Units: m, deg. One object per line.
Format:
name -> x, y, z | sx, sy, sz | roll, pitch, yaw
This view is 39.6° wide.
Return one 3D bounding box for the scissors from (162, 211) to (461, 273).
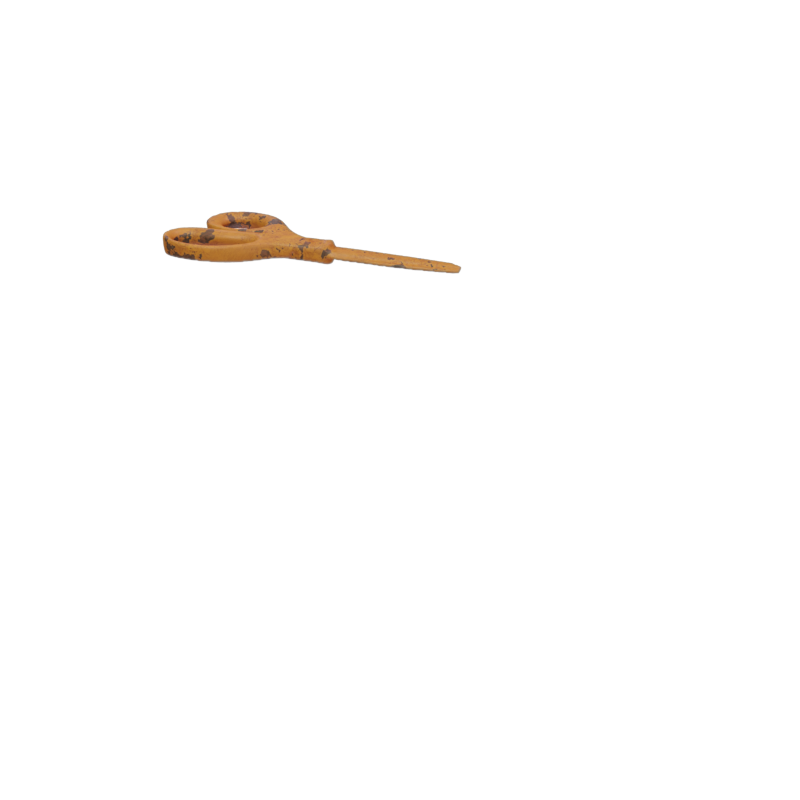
scissors -> -0.059, -0.108, 0.754 | 0.204, 0.015, 0.100 | 3, 25, 7
